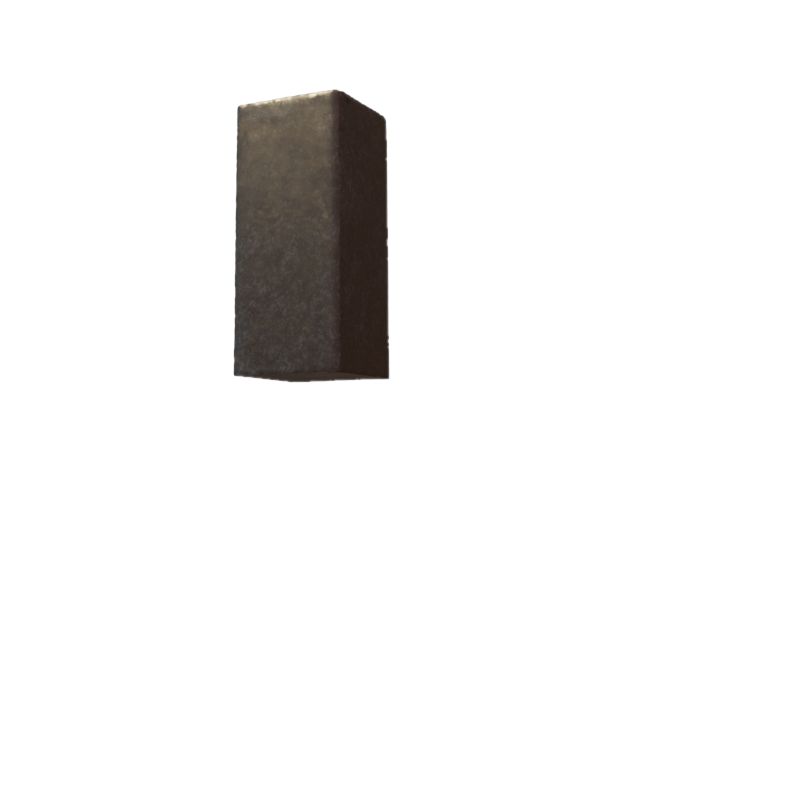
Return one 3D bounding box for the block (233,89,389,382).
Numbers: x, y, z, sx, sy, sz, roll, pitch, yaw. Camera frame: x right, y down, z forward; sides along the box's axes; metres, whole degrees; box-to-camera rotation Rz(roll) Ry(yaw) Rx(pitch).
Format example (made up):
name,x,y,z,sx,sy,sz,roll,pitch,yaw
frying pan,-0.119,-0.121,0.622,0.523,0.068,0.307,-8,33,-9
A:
name,x,y,z,sx,sy,sz,roll,pitch,yaw
block,-0.066,-0.121,0.845,0.092,0.211,0.086,-5,-10,25
